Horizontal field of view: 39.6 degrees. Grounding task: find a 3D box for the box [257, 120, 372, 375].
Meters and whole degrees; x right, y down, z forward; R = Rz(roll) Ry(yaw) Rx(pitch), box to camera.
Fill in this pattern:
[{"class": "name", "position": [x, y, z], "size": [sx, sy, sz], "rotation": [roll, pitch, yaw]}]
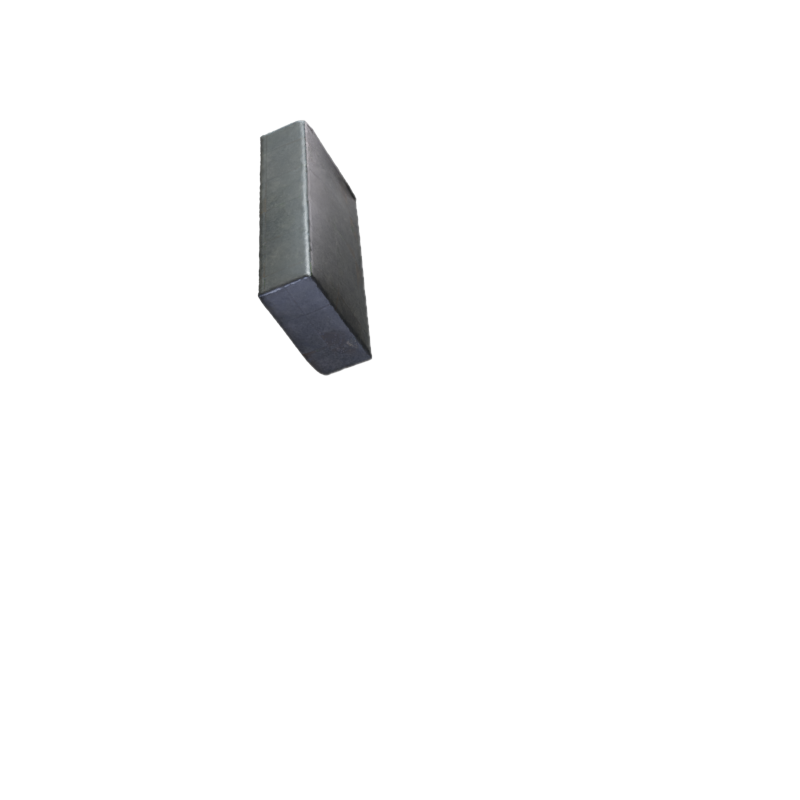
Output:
[{"class": "box", "position": [-0.062, -0.113, 0.789], "size": [0.048, 0.189, 0.086], "rotation": [-21, -46, 17]}]
